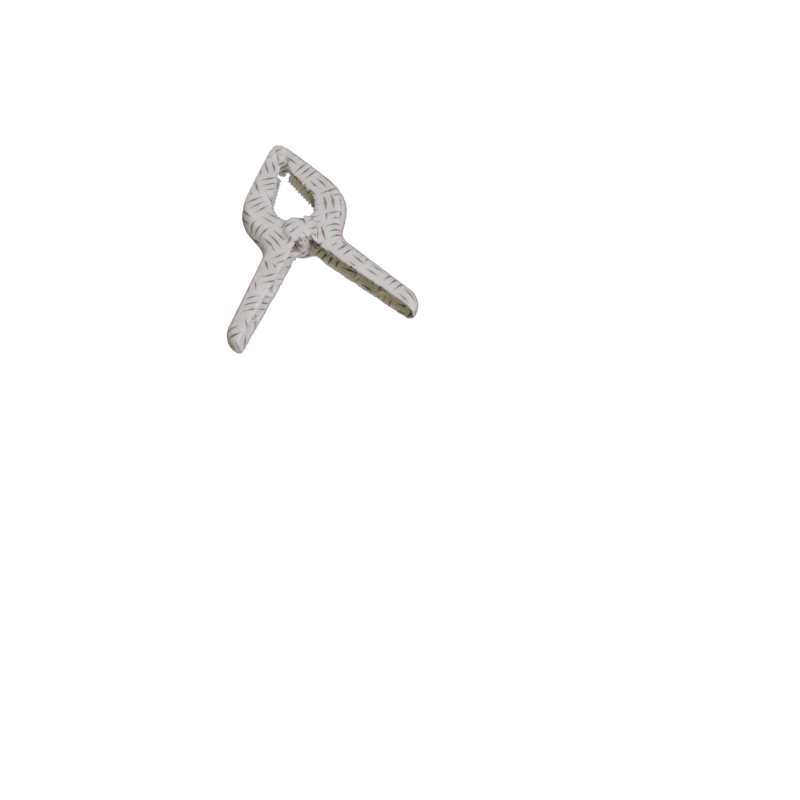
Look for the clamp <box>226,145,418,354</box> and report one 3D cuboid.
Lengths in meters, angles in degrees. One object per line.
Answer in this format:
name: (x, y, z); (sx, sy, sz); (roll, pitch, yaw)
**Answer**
clamp: (-0.077, -0.141, 0.988); (0.164, 0.225, 0.034); (-6, -33, -4)
